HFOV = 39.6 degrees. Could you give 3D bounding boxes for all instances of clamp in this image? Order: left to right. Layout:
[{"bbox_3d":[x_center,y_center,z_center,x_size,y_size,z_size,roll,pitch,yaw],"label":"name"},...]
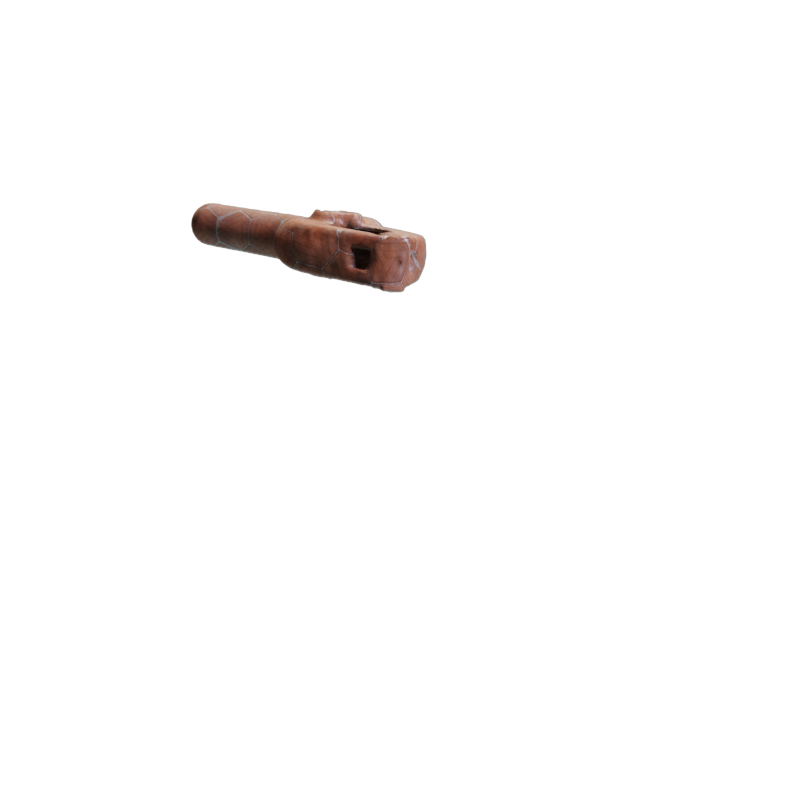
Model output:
[{"bbox_3d":[-0.047,-0.086,0.601,0.118,0.038,0.177,-3,12,-15],"label":"clamp"}]
